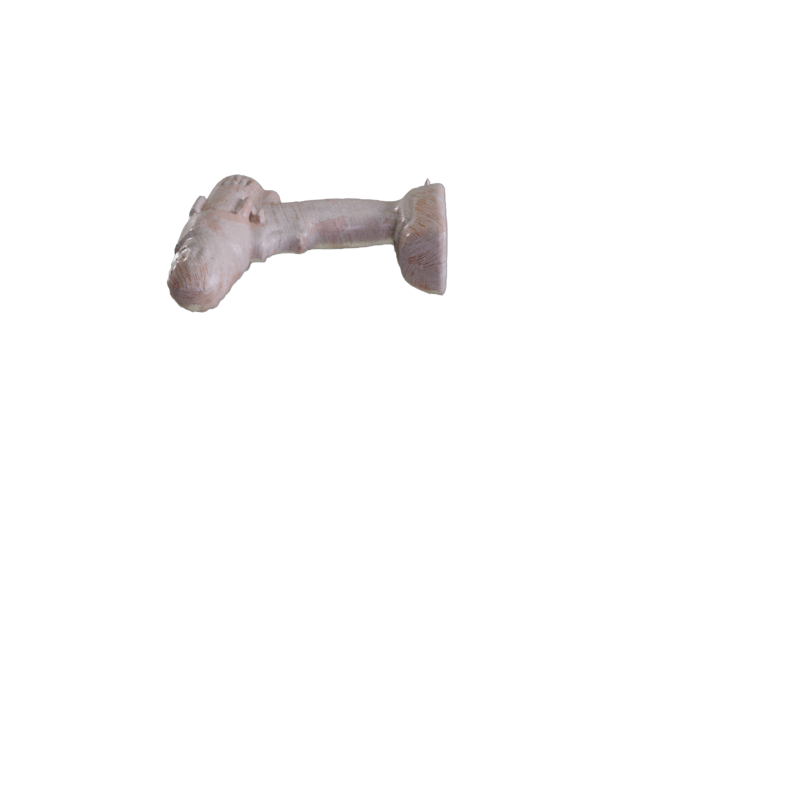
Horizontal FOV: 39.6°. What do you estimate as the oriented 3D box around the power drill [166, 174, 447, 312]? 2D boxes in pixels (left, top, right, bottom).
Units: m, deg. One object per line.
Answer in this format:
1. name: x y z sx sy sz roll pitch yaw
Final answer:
1. power drill: -0.061 -0.111 0.779 0.189 0.054 0.194 2 30 4
